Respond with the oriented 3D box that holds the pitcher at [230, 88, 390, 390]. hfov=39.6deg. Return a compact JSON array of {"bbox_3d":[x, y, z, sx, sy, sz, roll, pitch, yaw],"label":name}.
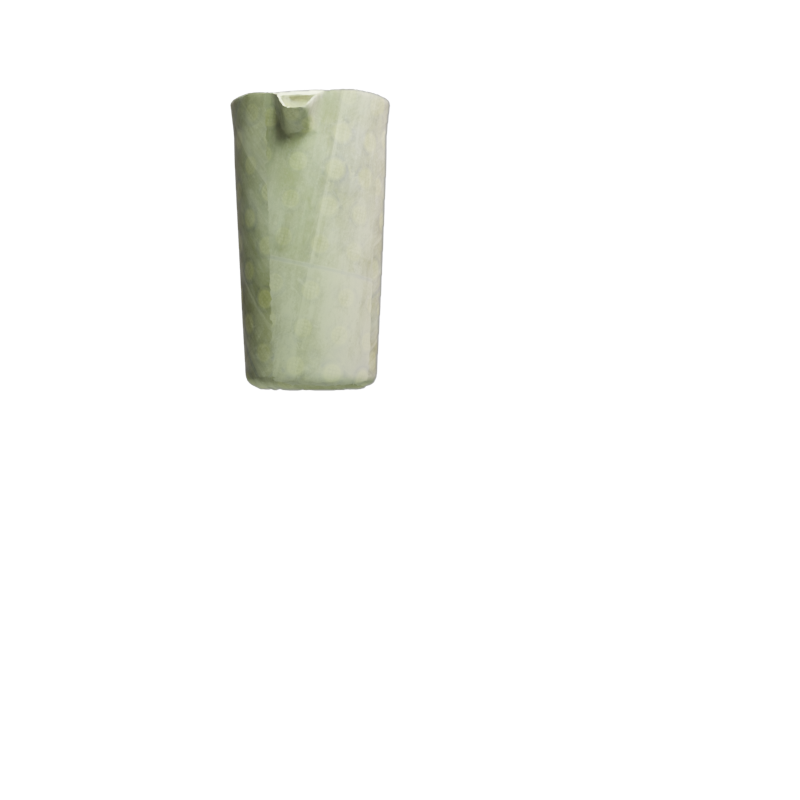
[{"bbox_3d":[-0.073,-0.133,0.929,0.143,0.246,0.150,2,-4,-41],"label":"pitcher"}]
